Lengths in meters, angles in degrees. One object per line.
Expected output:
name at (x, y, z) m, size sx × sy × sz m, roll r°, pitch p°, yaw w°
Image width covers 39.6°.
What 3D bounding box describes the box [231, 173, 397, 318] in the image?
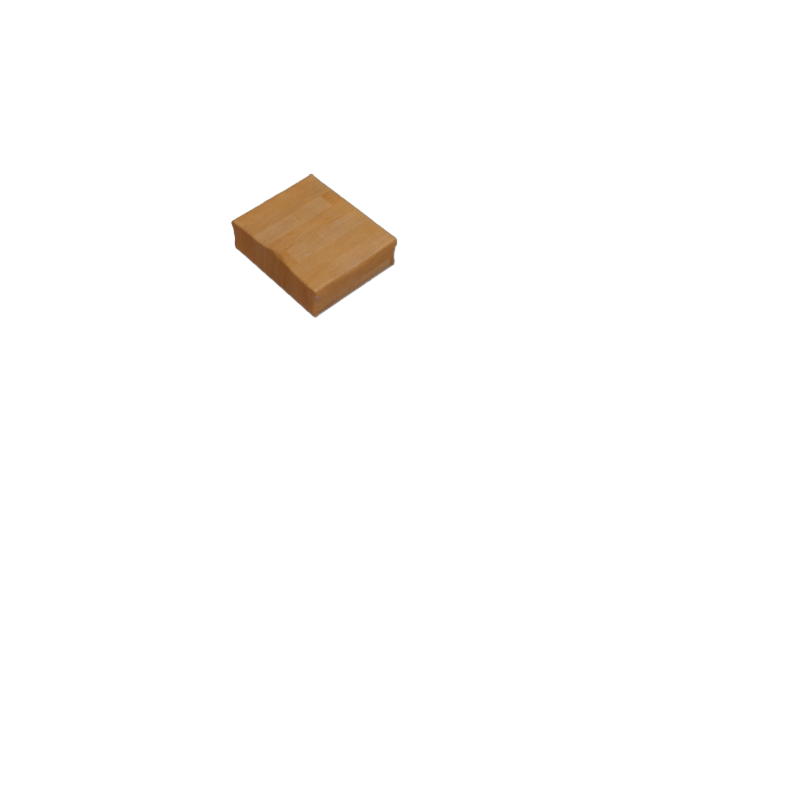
box at (-0.059, -0.107, 0.750) m, size 0.073 × 0.028 × 0.095 m, roll -34°, pitch 58°, yaw -26°
